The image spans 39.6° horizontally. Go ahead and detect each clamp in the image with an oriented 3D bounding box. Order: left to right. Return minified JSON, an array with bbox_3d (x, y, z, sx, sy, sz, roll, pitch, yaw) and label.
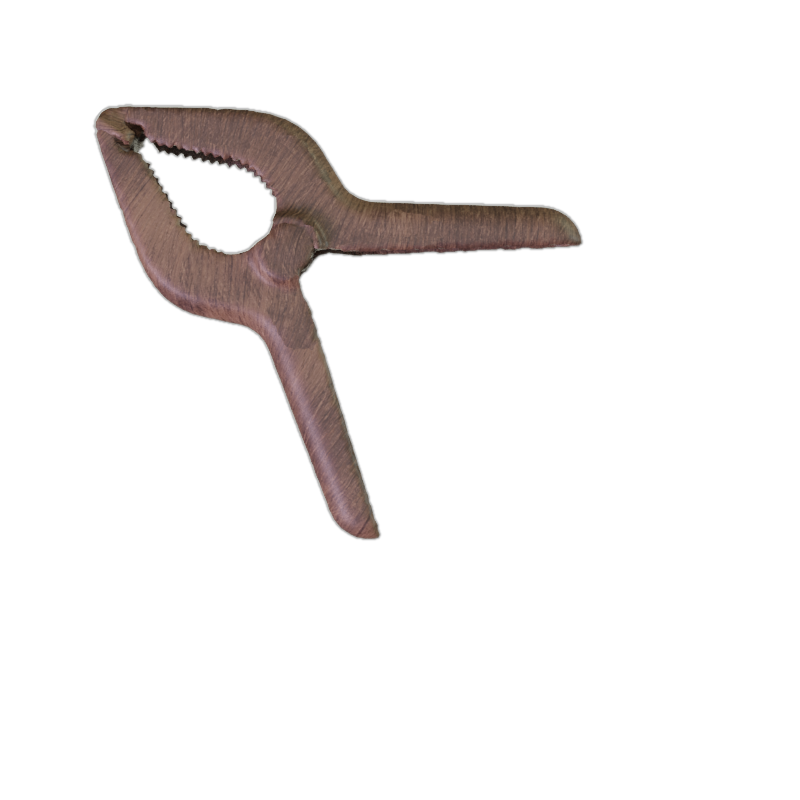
[{"bbox_3d":[-0.038,-0.069,0.484,0.213,0.165,0.036,42,-6,5],"label":"clamp"}]
